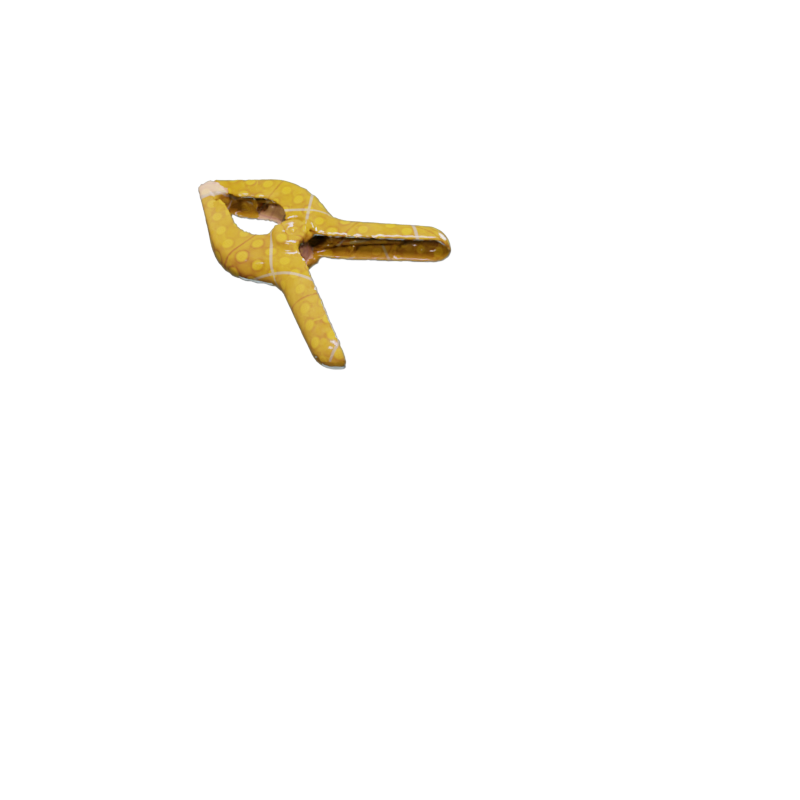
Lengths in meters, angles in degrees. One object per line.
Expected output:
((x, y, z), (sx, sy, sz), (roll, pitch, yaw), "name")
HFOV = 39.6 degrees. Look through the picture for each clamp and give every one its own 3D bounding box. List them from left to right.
((-0.056, -0.103, 0.718), (0.121, 0.036, 0.183), (-35, 58, -26), "clamp")
